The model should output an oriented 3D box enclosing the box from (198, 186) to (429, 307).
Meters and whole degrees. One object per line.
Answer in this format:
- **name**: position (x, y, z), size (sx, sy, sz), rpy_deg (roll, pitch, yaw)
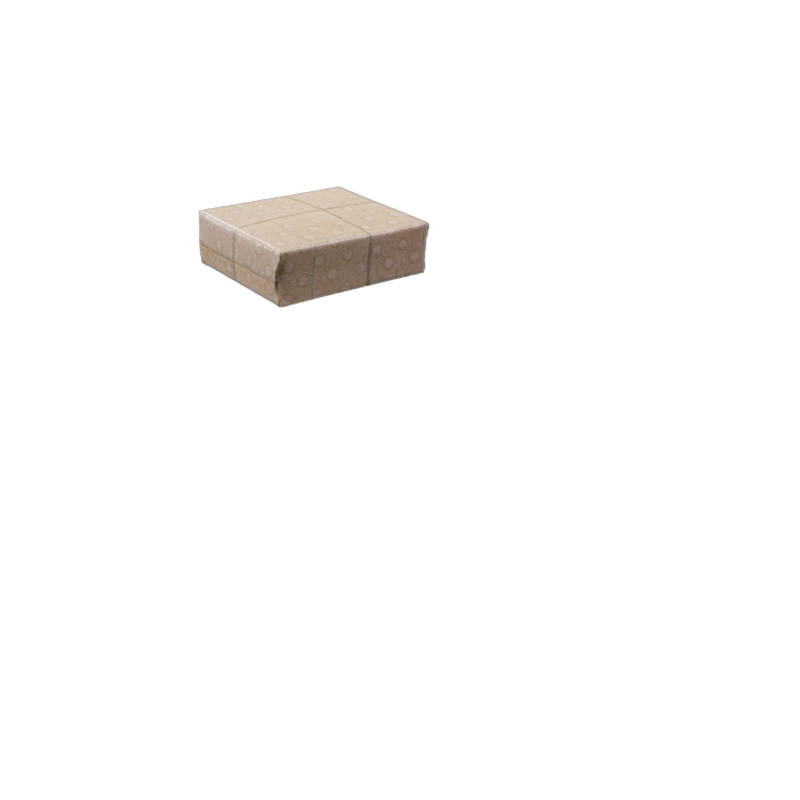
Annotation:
- **box**: position (-0.053, -0.097, 0.677), size (0.112, 0.037, 0.096), rpy_deg (-19, 32, -34)
